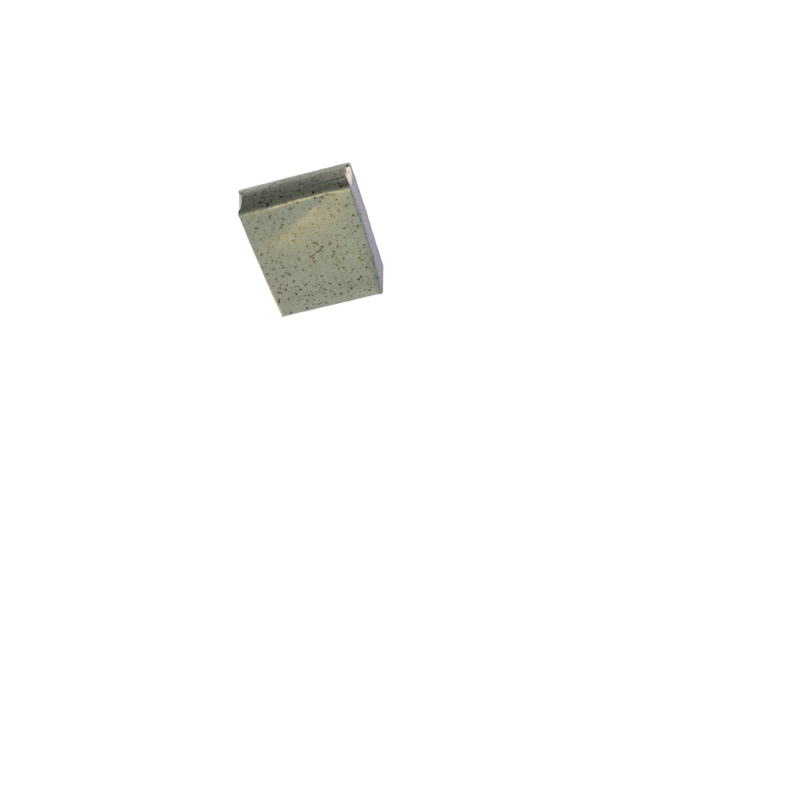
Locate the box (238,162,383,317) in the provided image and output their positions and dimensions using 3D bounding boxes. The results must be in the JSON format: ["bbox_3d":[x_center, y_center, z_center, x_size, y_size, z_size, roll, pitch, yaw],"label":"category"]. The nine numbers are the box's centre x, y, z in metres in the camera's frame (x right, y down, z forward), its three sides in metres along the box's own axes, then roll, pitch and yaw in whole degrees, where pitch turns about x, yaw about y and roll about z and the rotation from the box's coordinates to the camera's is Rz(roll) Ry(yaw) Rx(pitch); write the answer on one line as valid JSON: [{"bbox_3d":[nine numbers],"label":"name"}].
[{"bbox_3d":[-0.068,-0.124,0.867,0.090,0.105,0.042,-12,39,9],"label":"box"}]
